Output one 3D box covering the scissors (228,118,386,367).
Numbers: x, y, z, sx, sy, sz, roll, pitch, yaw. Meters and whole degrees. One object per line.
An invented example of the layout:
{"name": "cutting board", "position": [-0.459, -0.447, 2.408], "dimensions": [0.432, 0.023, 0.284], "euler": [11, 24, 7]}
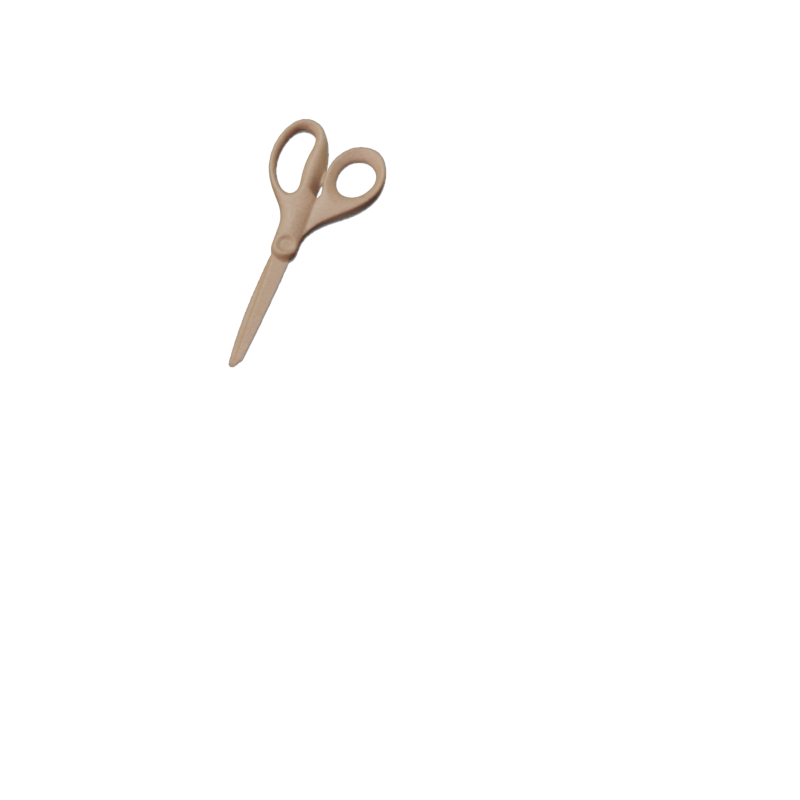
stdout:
{"name": "scissors", "position": [-0.062, -0.113, 0.791], "dimensions": [0.096, 0.213, 0.015], "euler": [3, -26, 2]}
